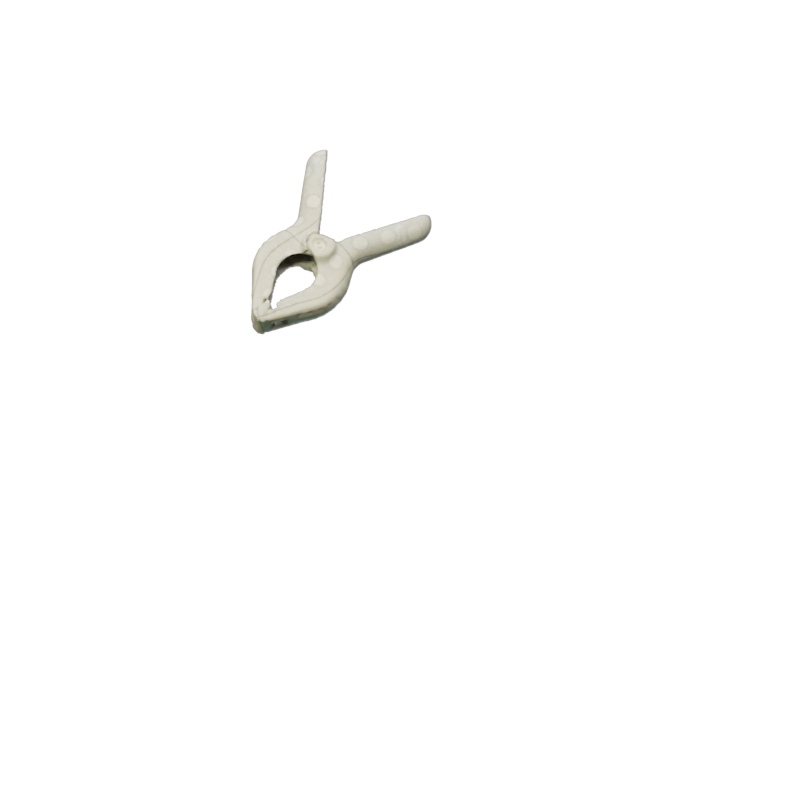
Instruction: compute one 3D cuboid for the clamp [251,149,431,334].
[{"bbox_3d":[-0.071,-0.129,0.905,0.127,0.173,0.037,39,-25,22],"label":"clamp"}]
